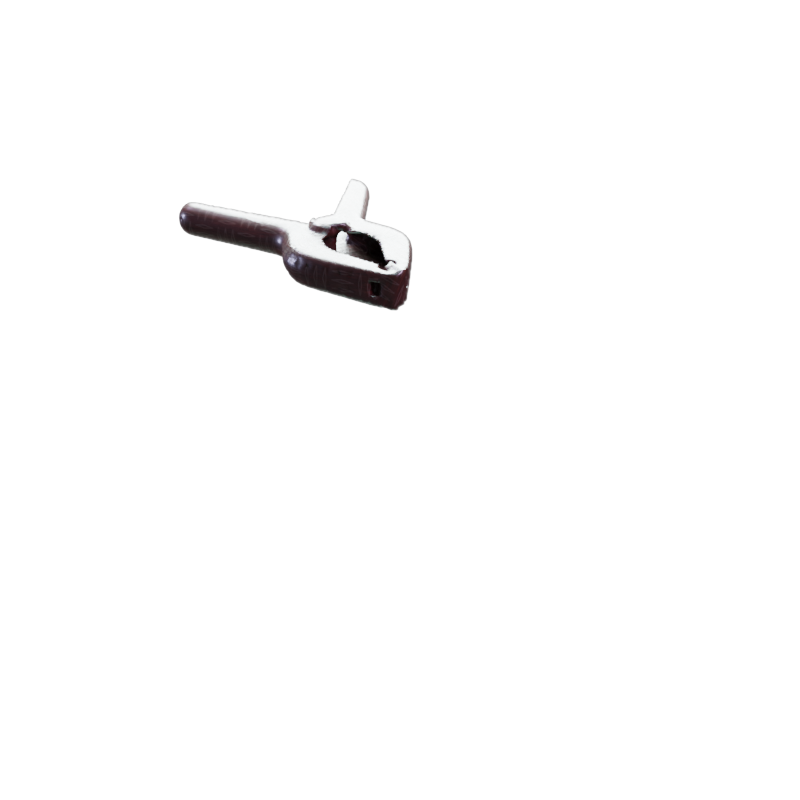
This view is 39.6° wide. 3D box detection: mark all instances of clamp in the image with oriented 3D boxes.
[{"bbox_3d":[-0.064,-0.117,0.821,0.162,0.034,0.225,-11,30,-20],"label":"clamp"}]
